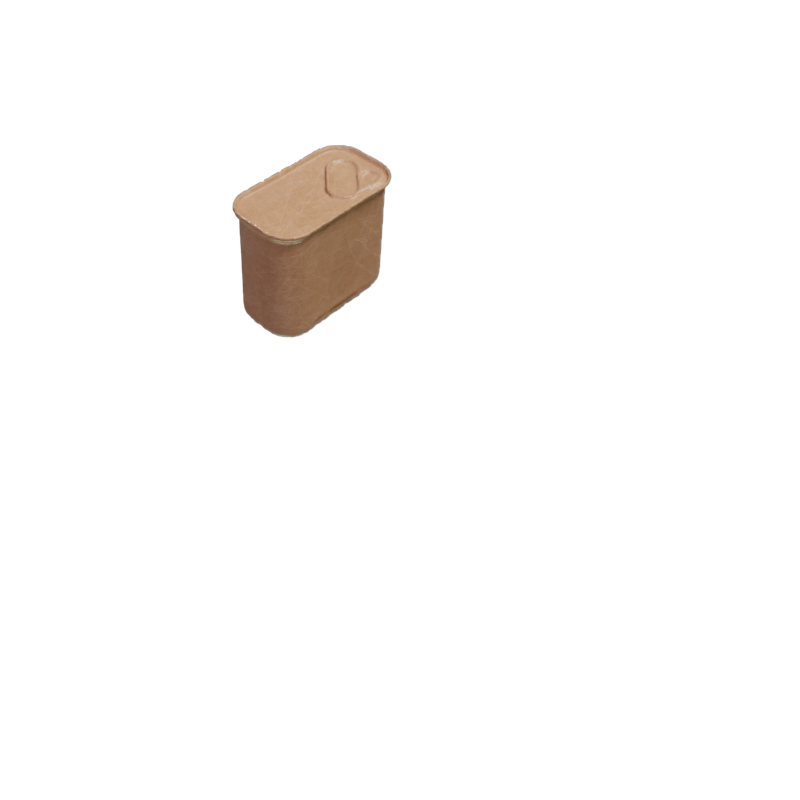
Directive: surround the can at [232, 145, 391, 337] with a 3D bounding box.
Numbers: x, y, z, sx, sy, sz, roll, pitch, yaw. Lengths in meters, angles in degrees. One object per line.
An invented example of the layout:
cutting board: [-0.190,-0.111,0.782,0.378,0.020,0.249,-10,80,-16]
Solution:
can: [-0.055,-0.100,0.700,0.061,0.078,0.103,32,51,28]
